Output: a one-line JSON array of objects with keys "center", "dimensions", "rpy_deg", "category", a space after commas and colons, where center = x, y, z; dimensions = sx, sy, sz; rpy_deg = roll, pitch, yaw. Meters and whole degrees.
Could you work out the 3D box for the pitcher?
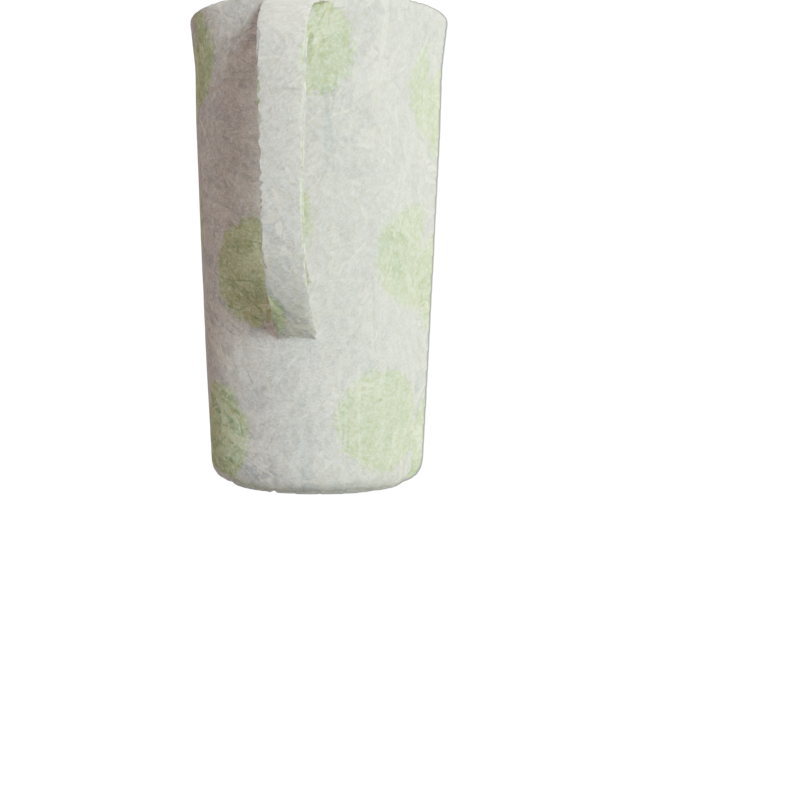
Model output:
[{"center": [-0.044, -0.080, 0.562], "dimensions": [0.143, 0.245, 0.150], "rpy_deg": [1, -1, -39], "category": "pitcher"}]
